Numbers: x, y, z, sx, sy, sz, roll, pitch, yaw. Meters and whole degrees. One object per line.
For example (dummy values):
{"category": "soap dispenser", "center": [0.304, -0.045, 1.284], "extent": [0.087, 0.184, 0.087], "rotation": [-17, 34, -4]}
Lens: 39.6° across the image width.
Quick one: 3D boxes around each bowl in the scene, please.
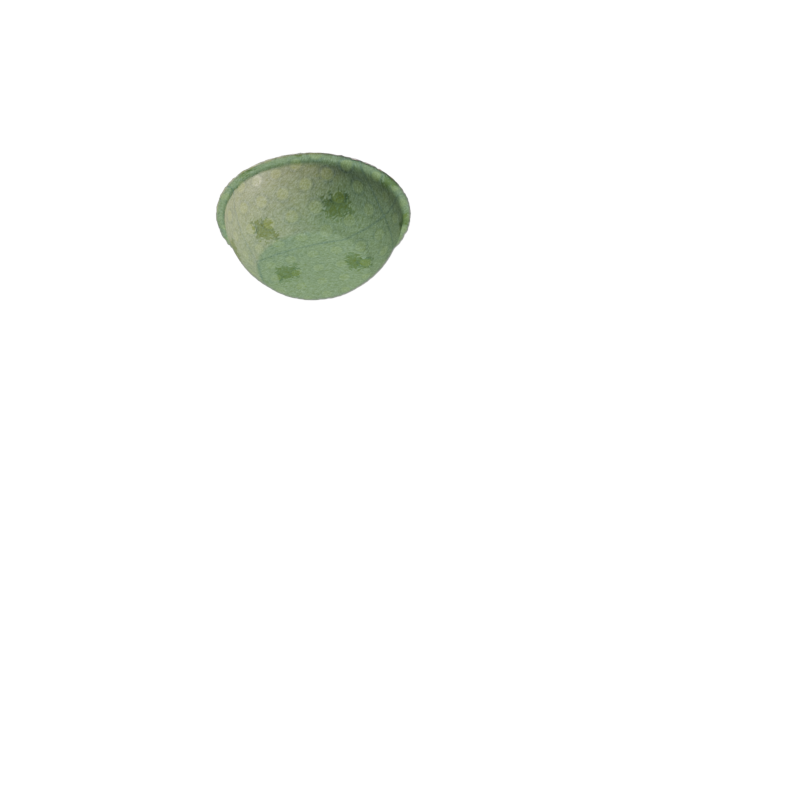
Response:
{"category": "bowl", "center": [-0.071, -0.129, 0.904], "extent": [0.162, 0.059, 0.152], "rotation": [1, -33, -2]}
